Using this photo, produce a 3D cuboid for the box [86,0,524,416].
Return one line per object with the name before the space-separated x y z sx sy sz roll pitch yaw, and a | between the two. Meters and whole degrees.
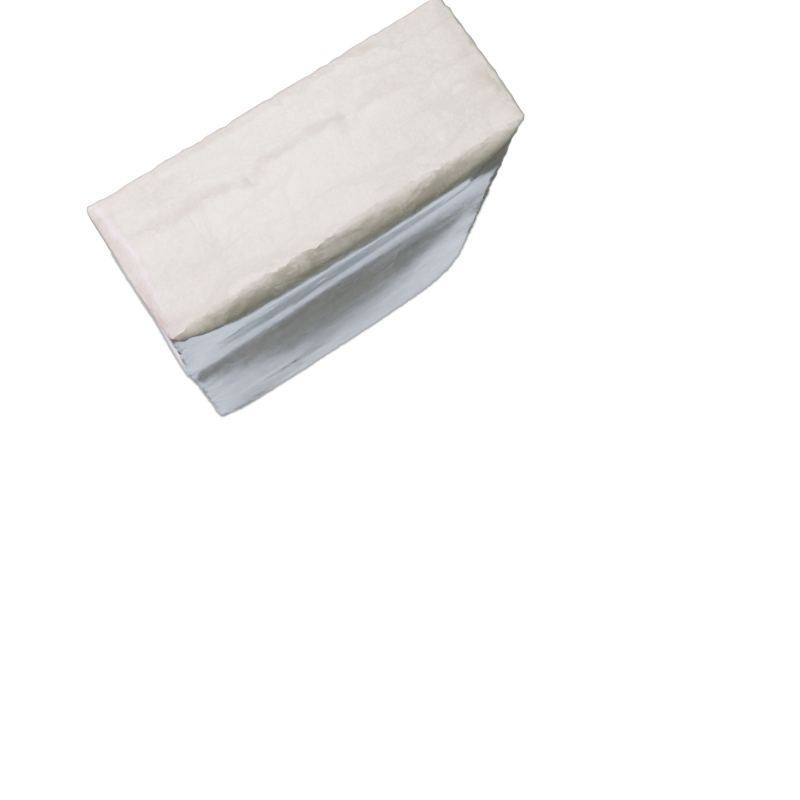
box | -0.041 -0.074 0.519 0.164 0.074 0.208 -34 -5 -8
